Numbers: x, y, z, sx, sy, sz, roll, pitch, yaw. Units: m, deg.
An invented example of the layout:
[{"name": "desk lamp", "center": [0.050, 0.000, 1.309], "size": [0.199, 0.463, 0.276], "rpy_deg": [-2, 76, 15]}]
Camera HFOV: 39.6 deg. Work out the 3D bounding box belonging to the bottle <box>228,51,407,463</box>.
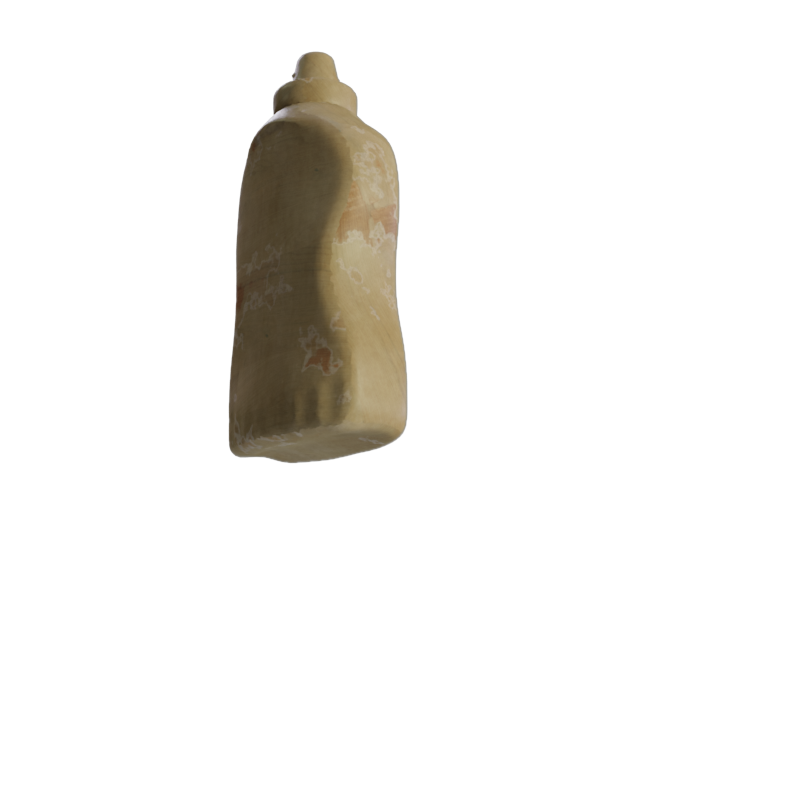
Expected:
[{"name": "bottle", "center": [-0.040, -0.073, 0.511], "size": [0.056, 0.200, 0.096], "rpy_deg": [12, -23, -34]}]
